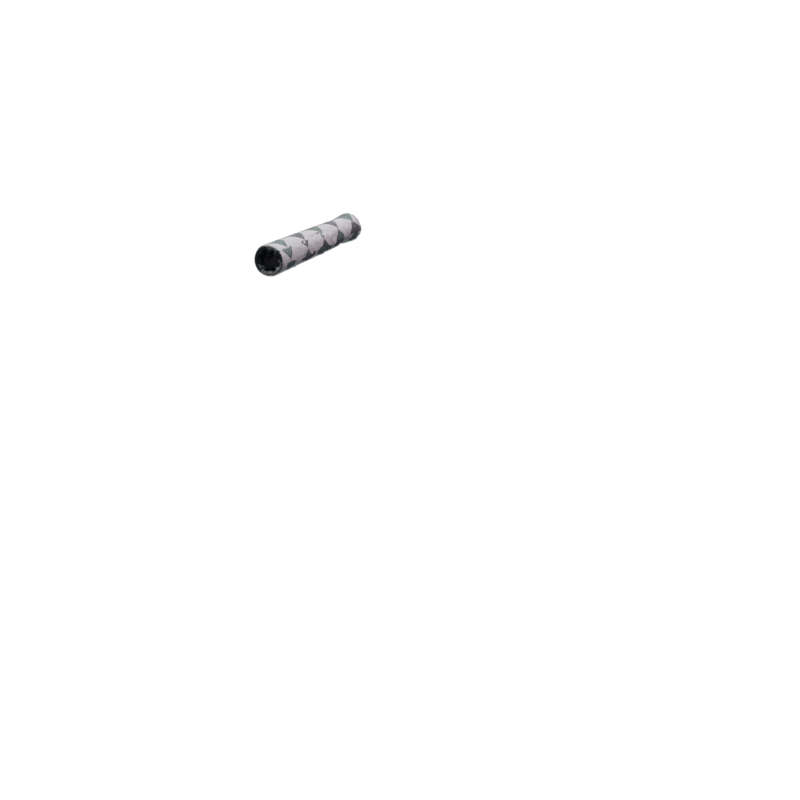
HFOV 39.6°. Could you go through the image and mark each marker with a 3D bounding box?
[{"bbox_3d":[-0.053,-0.097,0.676,0.020,0.019,0.121,1,18,21],"label":"marker"}]
